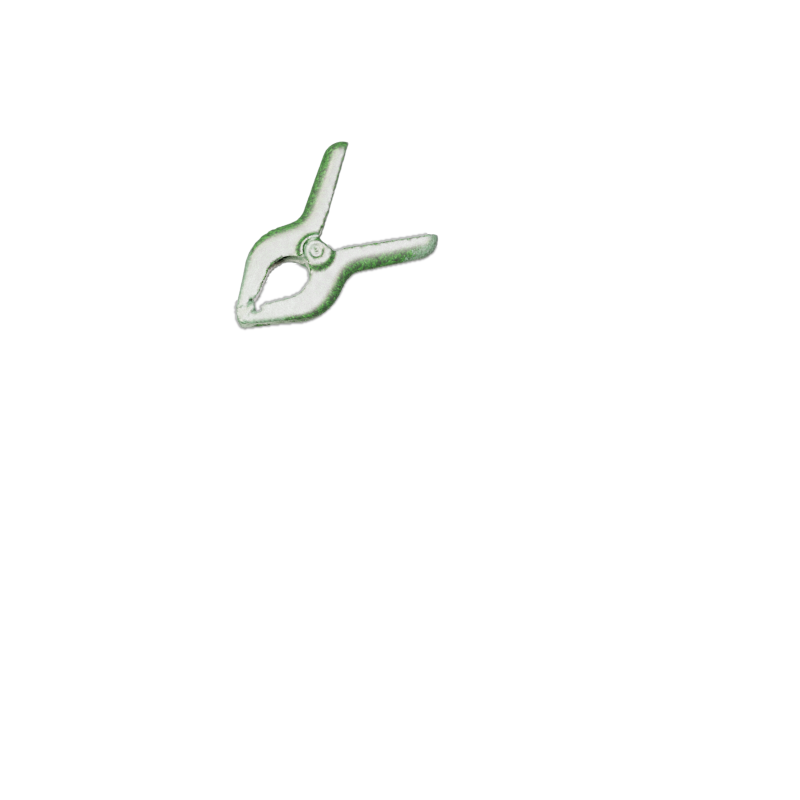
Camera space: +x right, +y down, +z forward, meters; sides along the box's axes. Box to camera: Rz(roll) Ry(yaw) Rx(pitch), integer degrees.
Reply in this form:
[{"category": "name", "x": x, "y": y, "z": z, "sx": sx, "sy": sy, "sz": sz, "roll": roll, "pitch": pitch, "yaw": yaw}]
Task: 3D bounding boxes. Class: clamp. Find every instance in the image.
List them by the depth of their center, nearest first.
[{"category": "clamp", "x": -0.069, "y": -0.127, "z": 0.886, "sx": 0.172, "sy": 0.126, "sz": 0.037, "roll": -33, "pitch": -17, "yaw": -12}]
